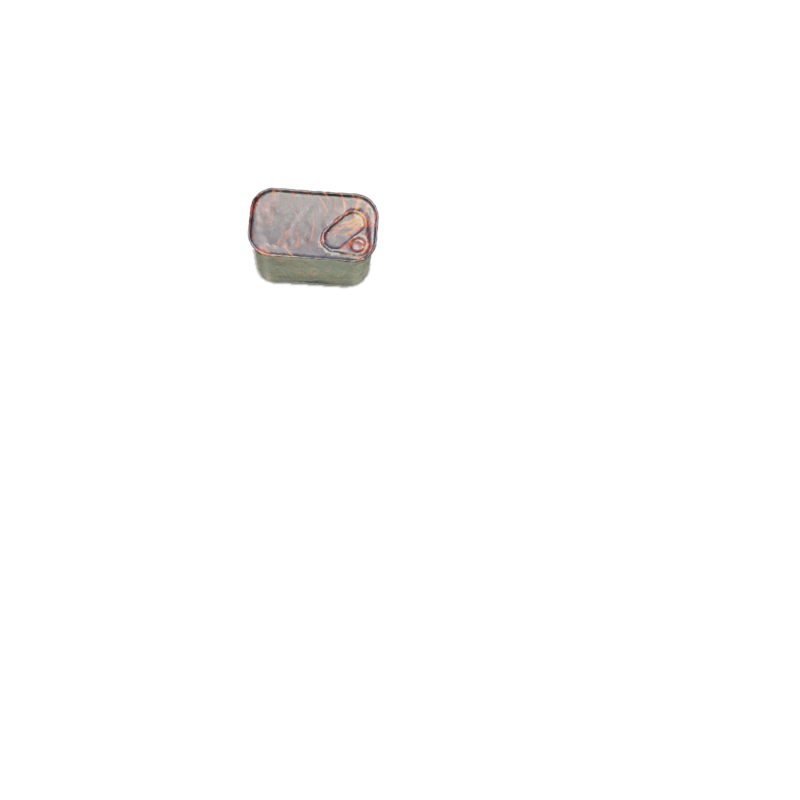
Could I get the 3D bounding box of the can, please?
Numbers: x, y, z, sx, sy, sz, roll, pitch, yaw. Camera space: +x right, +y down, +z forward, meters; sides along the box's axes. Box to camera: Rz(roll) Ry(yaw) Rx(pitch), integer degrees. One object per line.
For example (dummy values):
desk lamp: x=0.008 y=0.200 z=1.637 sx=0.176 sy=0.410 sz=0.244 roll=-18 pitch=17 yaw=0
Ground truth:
can: x=-0.071 y=-0.130 z=0.909 sx=0.102 sy=0.060 sz=0.081 roll=4 pitch=-14 yaw=-1
